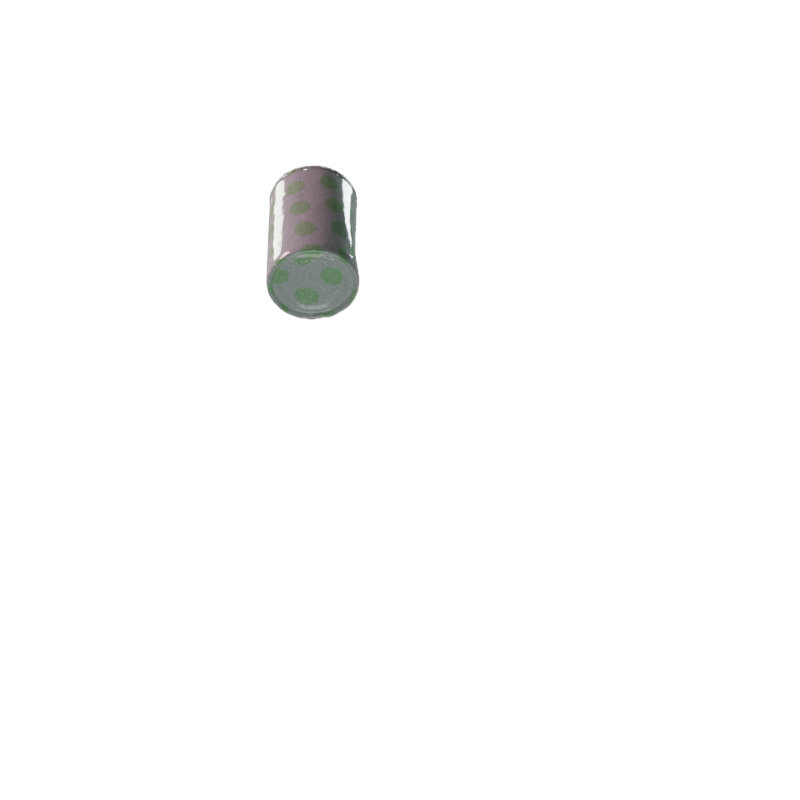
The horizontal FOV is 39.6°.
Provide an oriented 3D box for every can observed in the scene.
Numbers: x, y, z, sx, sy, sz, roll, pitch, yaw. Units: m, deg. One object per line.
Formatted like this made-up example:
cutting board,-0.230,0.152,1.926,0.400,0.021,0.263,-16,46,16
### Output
can,-0.064,-0.117,0.820,0.068,0.064,0.110,-1,43,-3
